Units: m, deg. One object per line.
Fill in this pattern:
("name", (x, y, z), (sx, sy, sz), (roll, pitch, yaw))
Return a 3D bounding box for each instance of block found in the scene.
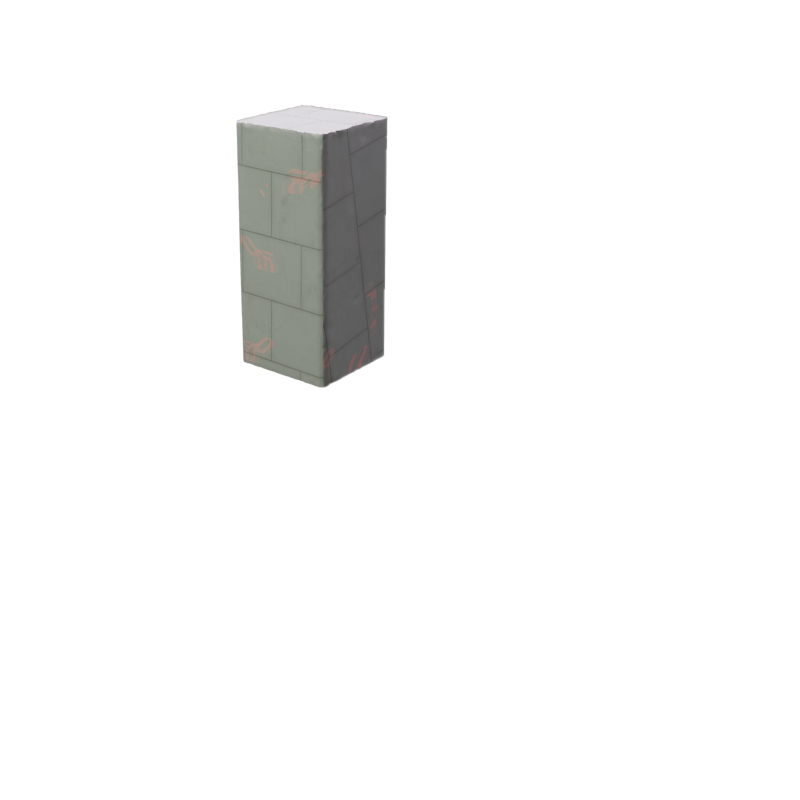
("block", (-0.072, -0.130, 0.908), (0.095, 0.198, 0.089), (15, 24, 34))
